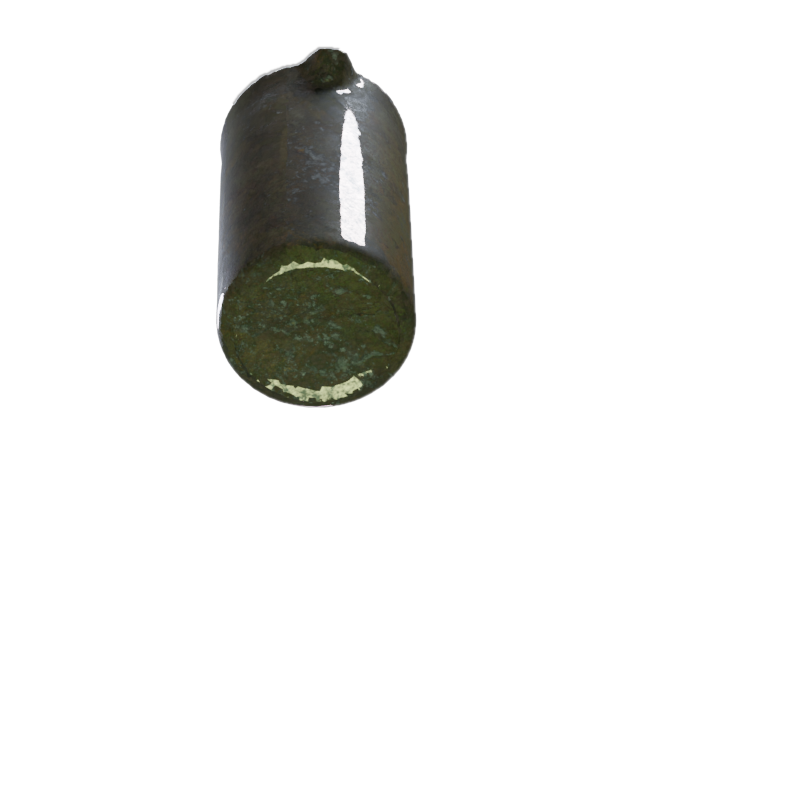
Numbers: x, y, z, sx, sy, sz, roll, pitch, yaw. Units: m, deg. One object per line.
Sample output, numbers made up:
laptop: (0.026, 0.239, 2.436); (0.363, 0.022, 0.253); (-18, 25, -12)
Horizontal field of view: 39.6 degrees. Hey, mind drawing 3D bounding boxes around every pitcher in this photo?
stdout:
pitcher: (-0.055, -0.100, 0.698); (0.145, 0.140, 0.259); (-30, 31, 16)
